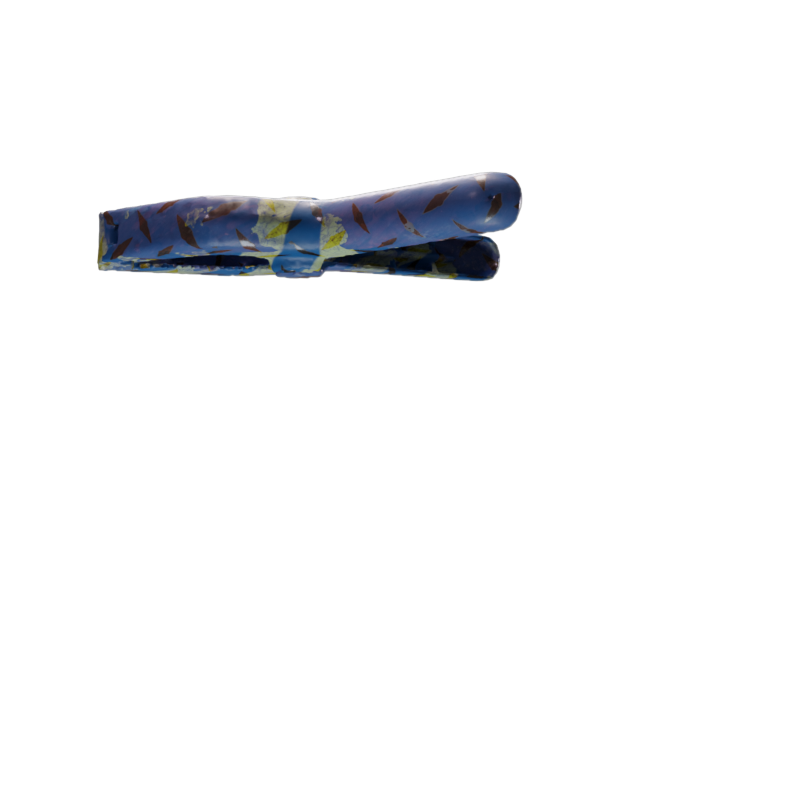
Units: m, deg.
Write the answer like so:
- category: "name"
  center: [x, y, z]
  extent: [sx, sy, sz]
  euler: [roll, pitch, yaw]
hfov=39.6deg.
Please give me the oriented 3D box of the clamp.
- category: "clamp"
  center: [-0.043, -0.079, 0.550]
  extent: [0.213, 0.037, 0.159]
  euler: [-1, -4, 11]
